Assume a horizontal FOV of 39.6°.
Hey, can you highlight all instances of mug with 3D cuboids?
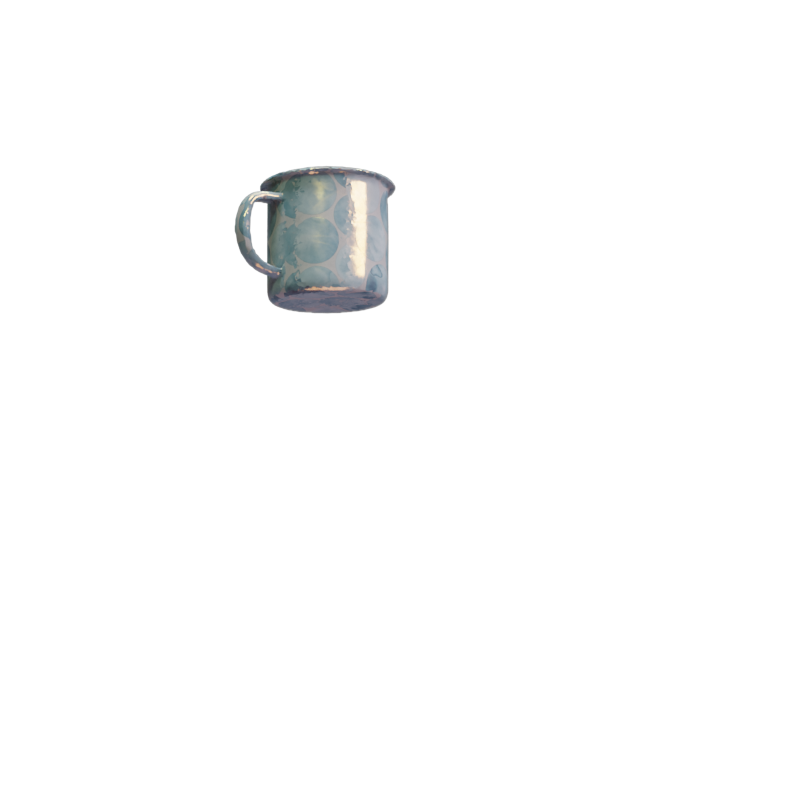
[{"bbox_3d":[-0.058,-0.106,0.745,0.112,0.084,0.095,8,-13,-38],"label":"mug"}]
